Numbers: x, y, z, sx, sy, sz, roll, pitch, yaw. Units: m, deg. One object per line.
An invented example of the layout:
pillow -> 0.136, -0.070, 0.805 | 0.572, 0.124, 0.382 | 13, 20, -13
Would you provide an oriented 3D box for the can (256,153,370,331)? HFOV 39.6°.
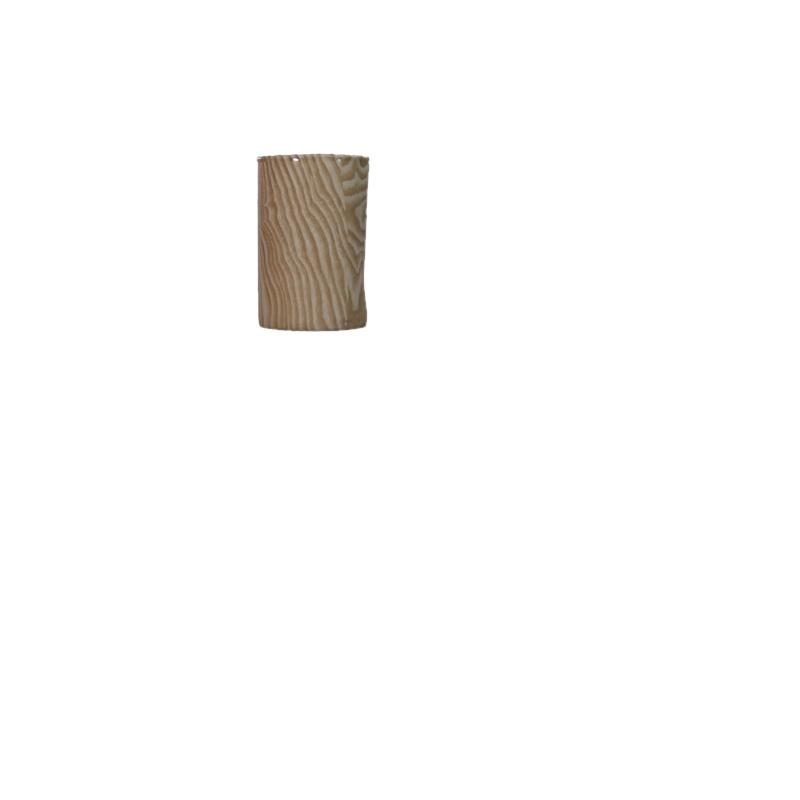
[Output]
can -> -0.052, -0.095, 0.667 | 0.068, 0.102, 0.069 | 0, 4, -2
